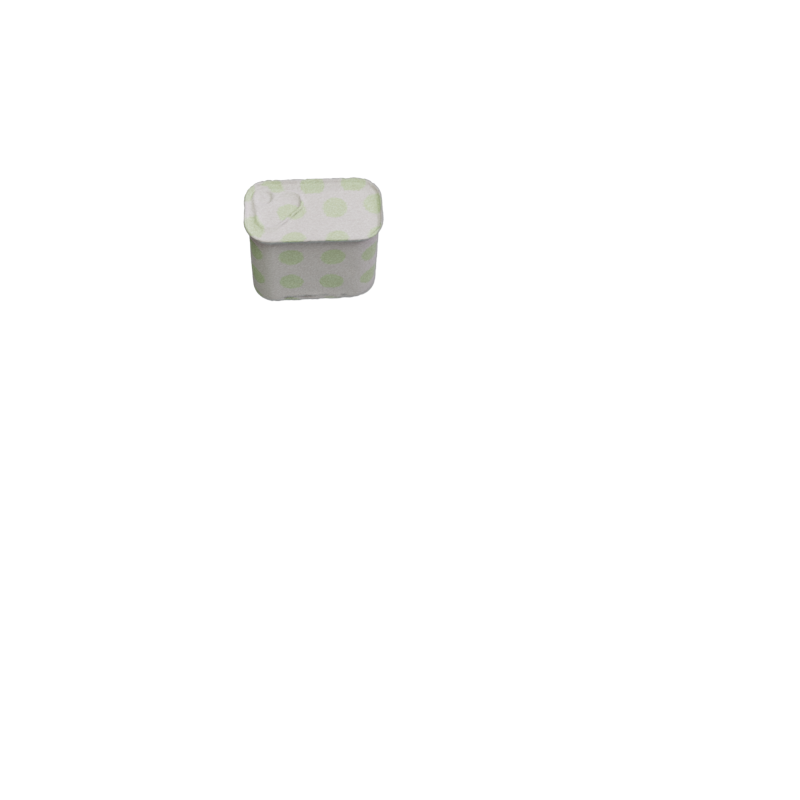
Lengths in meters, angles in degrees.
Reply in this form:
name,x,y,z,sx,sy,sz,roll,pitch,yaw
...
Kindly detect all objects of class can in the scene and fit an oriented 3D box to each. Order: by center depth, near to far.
name,x,y,z,sx,sy,sz,roll,pitch,yaw
can,-0.066,-0.120,0.843,0.102,0.061,0.078,-2,-31,-3
